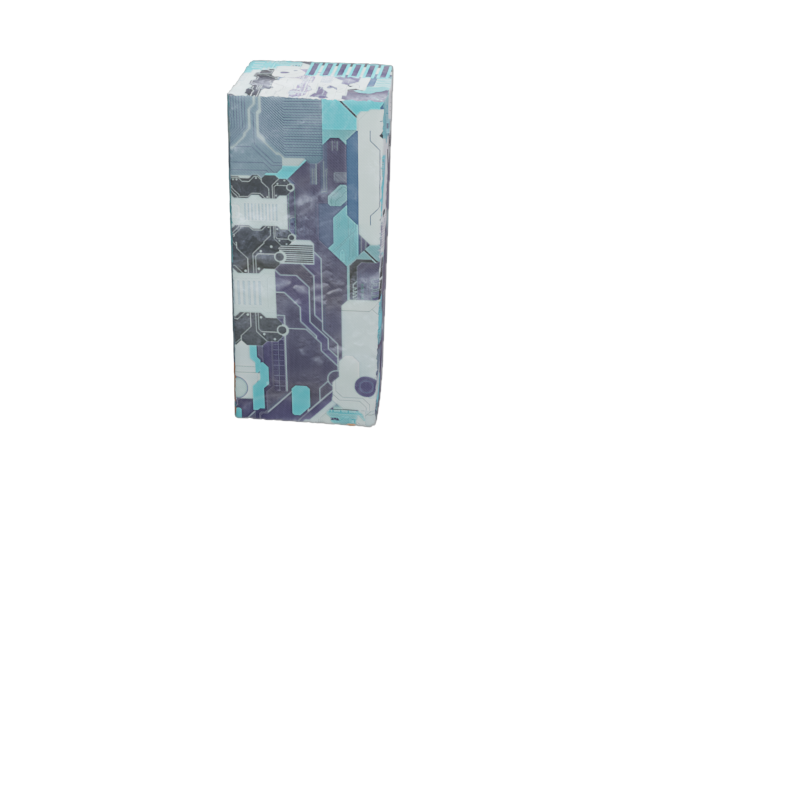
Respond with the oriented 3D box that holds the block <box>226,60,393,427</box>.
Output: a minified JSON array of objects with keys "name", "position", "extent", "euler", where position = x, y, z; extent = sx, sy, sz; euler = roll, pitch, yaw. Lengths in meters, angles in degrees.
[{"name":"block","position":[-0.053,-0.098,0.685],"extent":[0.091,0.196,0.094],"euler":[3,24,4]}]
